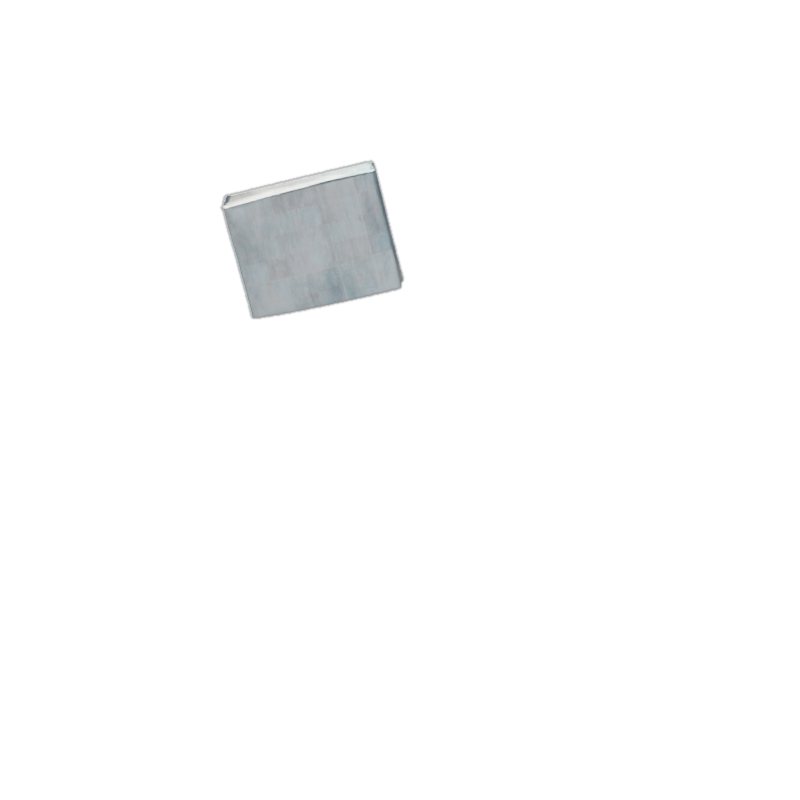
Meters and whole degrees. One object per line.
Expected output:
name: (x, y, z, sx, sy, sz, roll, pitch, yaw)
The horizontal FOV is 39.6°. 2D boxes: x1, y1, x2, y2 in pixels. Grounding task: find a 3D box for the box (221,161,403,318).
box: (-0.062, -0.113, 0.794, 0.114, 0.086, 0.040, -13, 16, 3)
